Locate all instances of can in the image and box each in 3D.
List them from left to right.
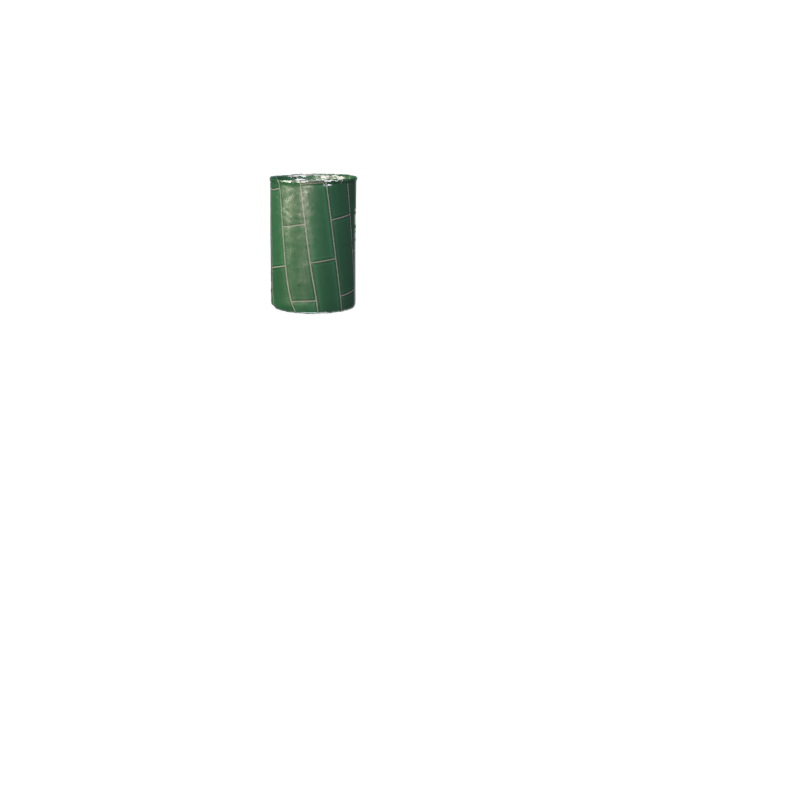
[{"bbox_3d":[-0.068,-0.123,0.862,0.068,0.100,0.070,0,10,-2],"label":"can"}]
